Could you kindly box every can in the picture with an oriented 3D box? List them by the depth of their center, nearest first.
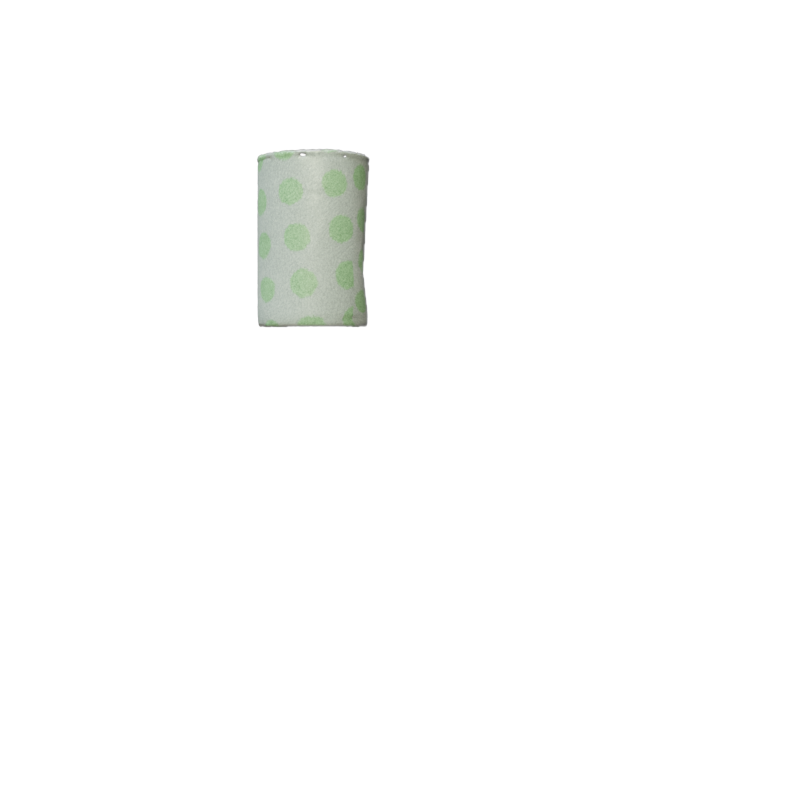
[{"bbox_3d":[-0.052,-0.095,0.666,0.068,0.103,0.068,0,-2,-2],"label":"can"}]
